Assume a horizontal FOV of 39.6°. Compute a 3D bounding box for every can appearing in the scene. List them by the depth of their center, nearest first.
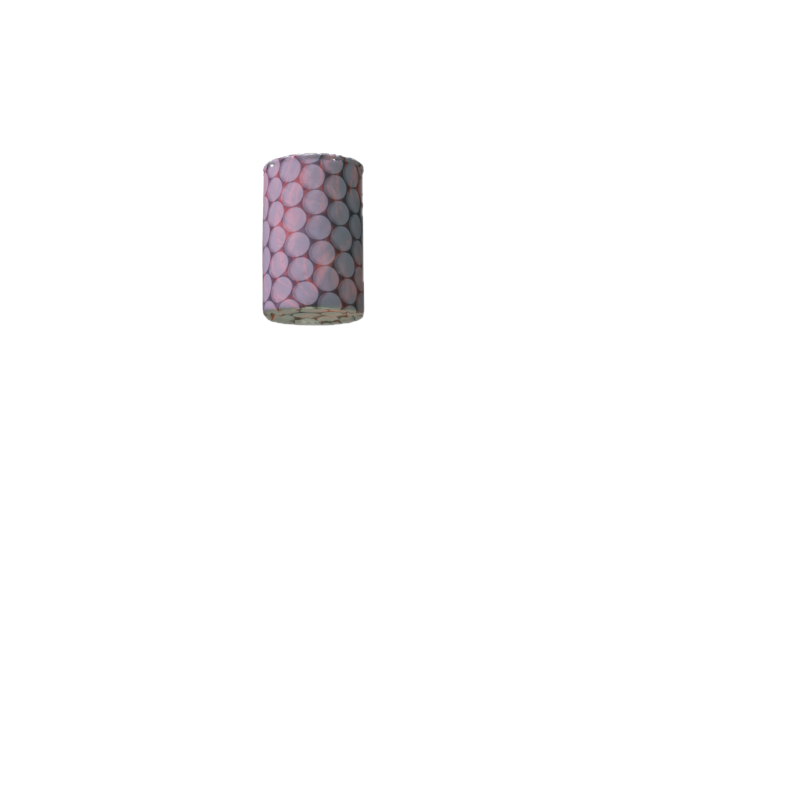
[{"bbox_3d":[-0.057,-0.105,0.734,0.068,0.105,0.067,0,-12,-2],"label":"can"}]
